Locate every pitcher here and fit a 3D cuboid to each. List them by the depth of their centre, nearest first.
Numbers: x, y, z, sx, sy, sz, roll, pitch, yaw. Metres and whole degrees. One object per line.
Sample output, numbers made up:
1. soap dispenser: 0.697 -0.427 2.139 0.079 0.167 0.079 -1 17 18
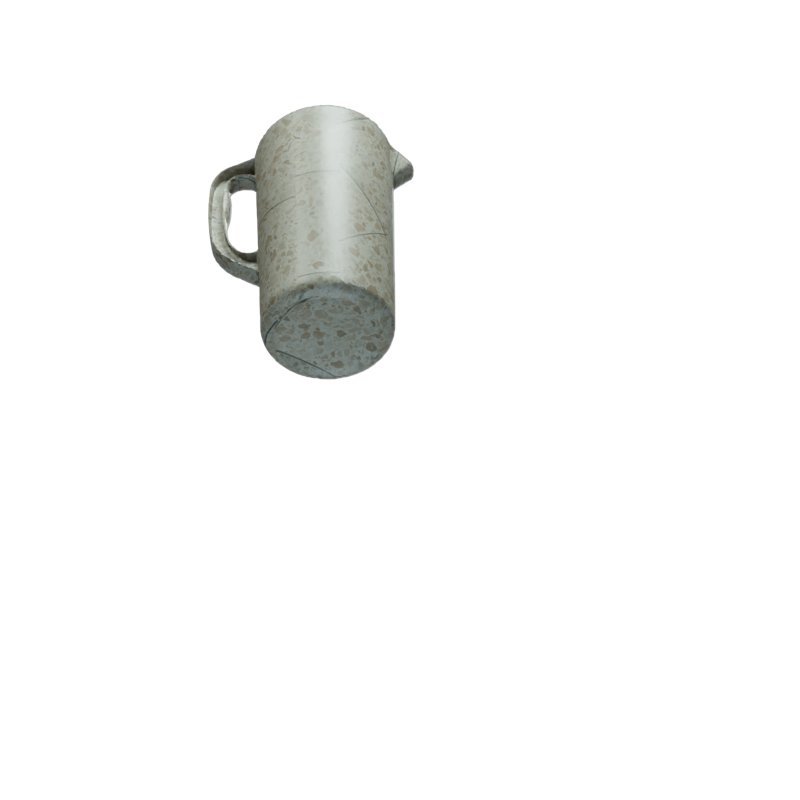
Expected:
1. pitcher: -0.076 -0.138 0.965 0.136 0.261 0.147 35 -57 -31
